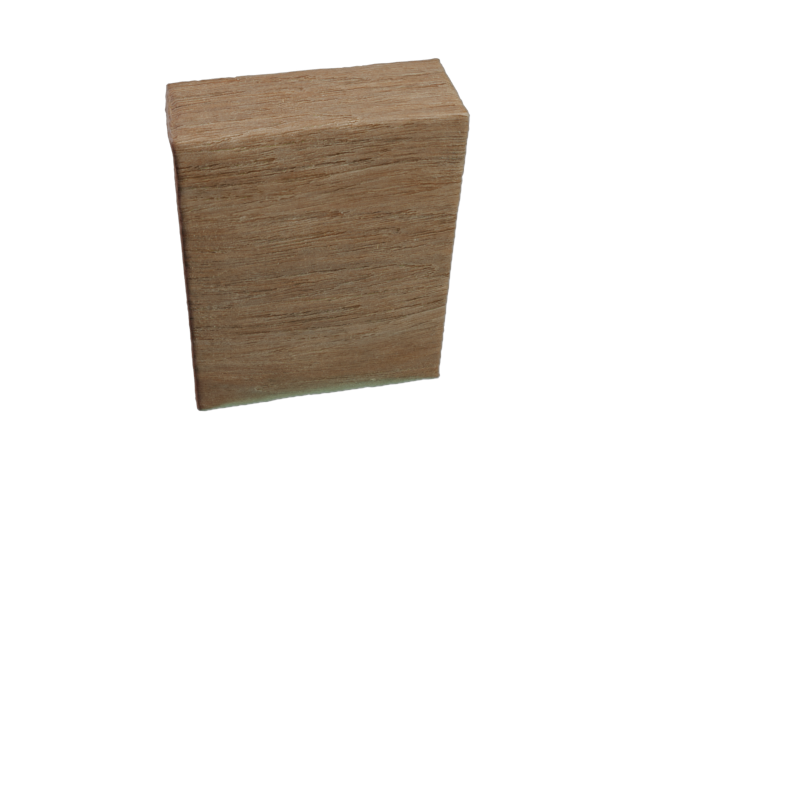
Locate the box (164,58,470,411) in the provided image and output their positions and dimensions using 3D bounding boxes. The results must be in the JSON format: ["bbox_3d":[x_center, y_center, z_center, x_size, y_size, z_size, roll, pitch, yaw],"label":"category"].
[{"bbox_3d":[-0.053,-0.097,0.679,0.163,0.199,0.078,-7,44,-9],"label":"box"}]
